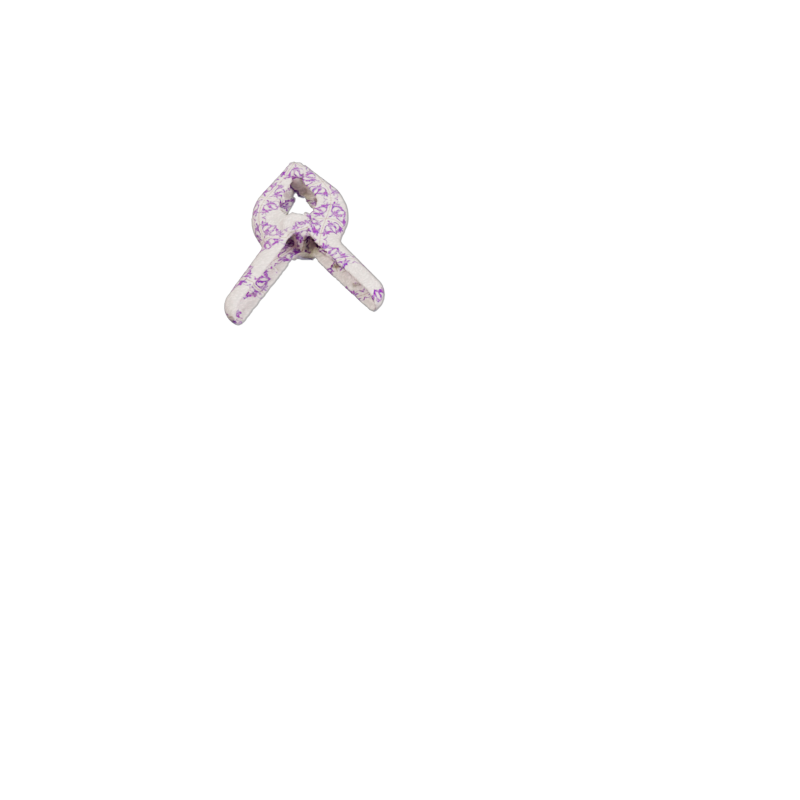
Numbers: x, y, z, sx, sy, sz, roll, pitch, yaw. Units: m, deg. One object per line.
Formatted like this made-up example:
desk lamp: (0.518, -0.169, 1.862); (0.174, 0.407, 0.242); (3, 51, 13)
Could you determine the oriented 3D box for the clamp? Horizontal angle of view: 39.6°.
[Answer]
clamp: (-0.069, -0.126, 0.883); (0.121, 0.183, 0.036); (3, -40, 2)
